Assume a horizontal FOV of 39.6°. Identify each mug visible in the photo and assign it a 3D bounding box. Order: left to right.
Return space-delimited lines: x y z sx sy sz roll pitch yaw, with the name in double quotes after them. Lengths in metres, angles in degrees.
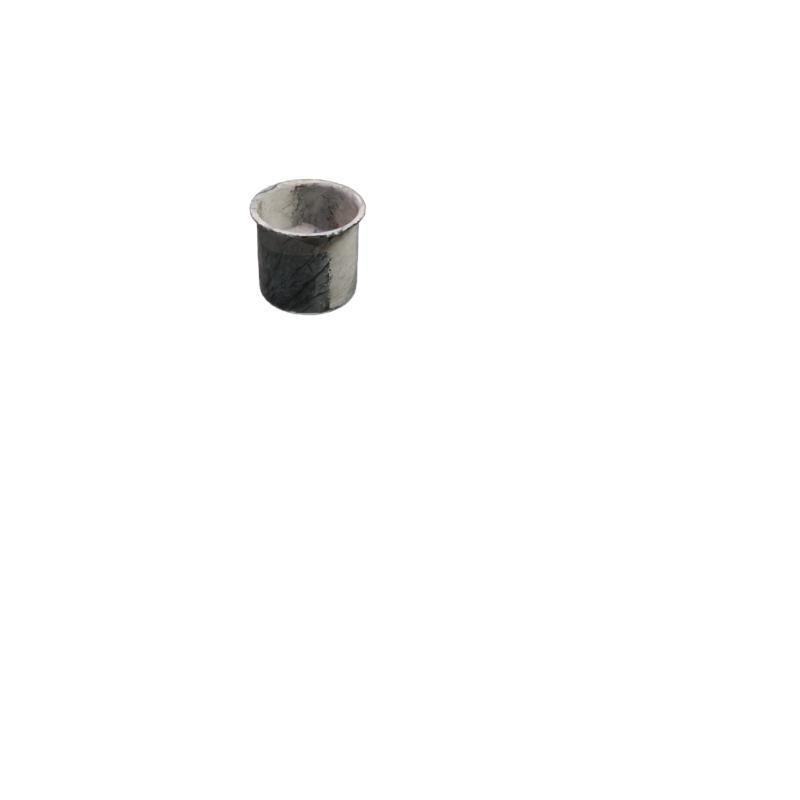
-0.071 -0.130 0.912 0.096 0.076 0.122 12 38 15 "mug"
